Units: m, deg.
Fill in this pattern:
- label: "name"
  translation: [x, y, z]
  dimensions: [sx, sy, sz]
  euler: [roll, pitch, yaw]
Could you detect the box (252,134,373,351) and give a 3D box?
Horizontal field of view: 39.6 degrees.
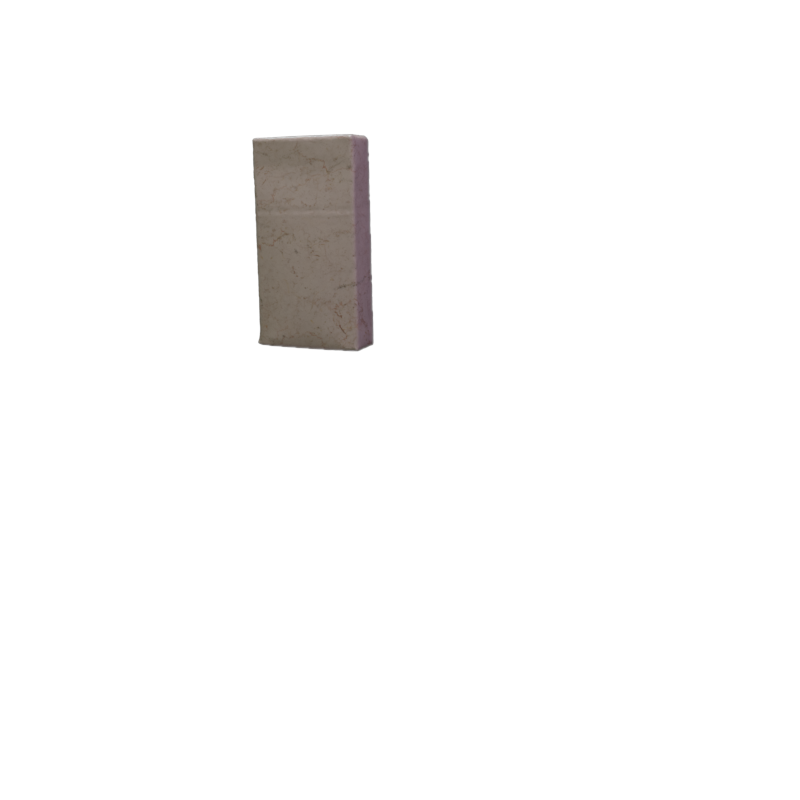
- label: "box"
  translation: [-0.072, -0.132, 0.924]
  dimensions: [0.096, 0.175, 0.047]
  euler: [2, 3, 23]
